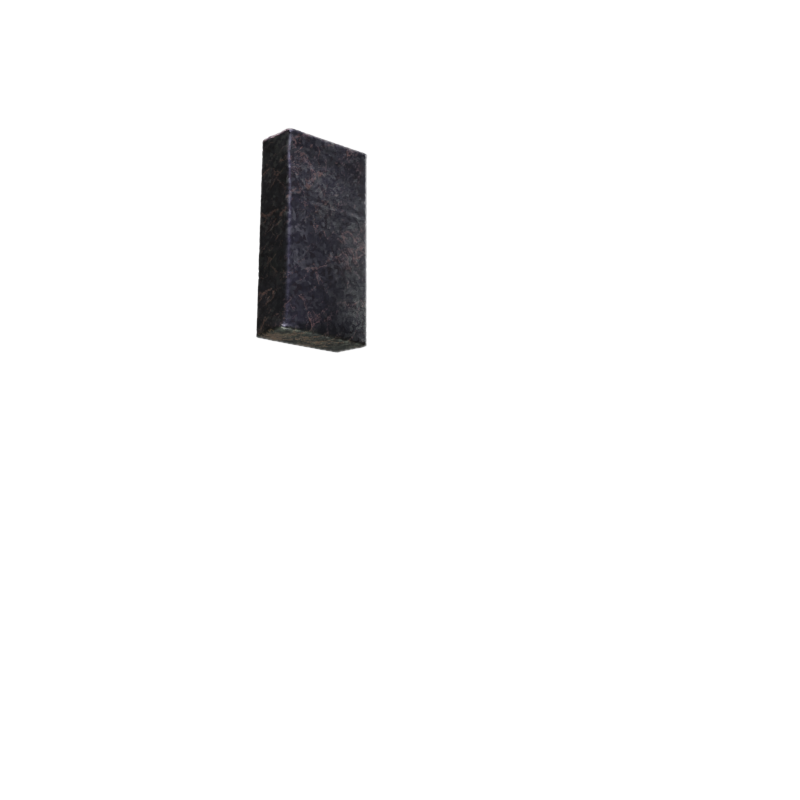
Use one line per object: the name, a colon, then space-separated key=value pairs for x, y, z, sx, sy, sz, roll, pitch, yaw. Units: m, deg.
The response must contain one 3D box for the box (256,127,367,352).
box: x=-0.074 y=-0.135 z=0.949 sx=0.088 sy=0.184 sz=0.049 roll=14 pitch=-23 yaw=-40
